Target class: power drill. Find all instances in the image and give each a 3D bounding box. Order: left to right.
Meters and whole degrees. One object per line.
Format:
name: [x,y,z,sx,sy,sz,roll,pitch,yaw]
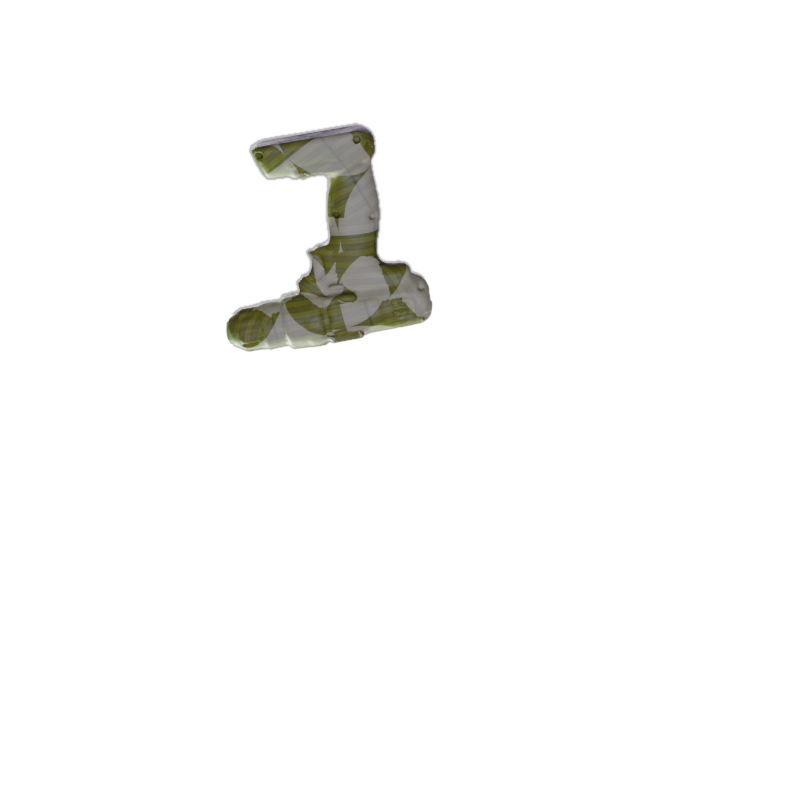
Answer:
power drill: [-0.076,-0.138,0.969,0.185,0.181,0.059,-10,15,2]
